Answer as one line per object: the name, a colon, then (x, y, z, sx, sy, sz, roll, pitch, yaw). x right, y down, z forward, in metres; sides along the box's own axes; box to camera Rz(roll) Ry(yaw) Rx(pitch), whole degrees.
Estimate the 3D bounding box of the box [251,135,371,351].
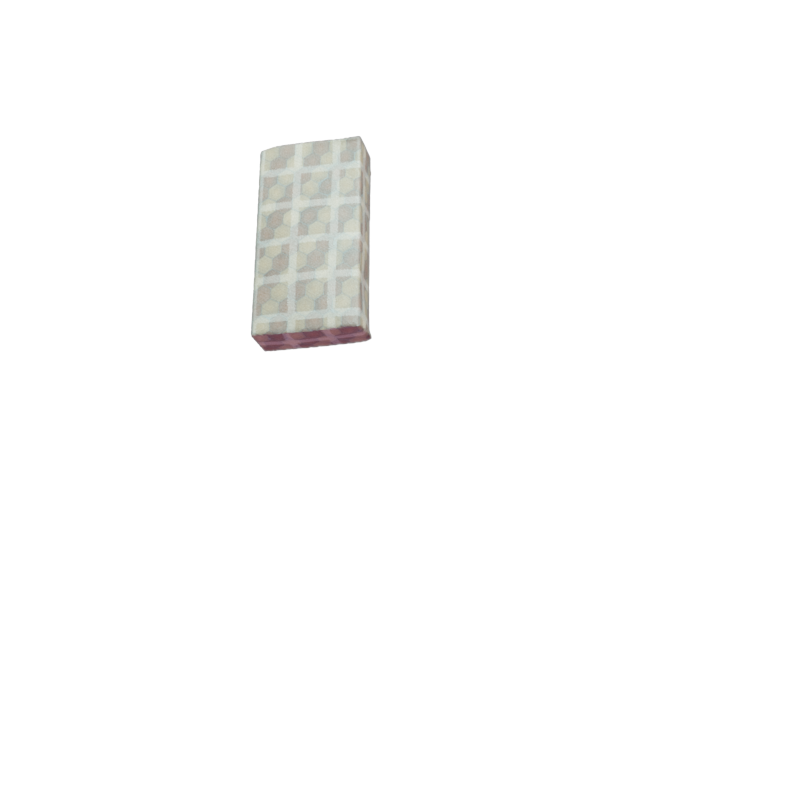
box: (-0.073, -0.133, 0.929, 0.095, 0.186, 0.045, -7, -23, 13)
